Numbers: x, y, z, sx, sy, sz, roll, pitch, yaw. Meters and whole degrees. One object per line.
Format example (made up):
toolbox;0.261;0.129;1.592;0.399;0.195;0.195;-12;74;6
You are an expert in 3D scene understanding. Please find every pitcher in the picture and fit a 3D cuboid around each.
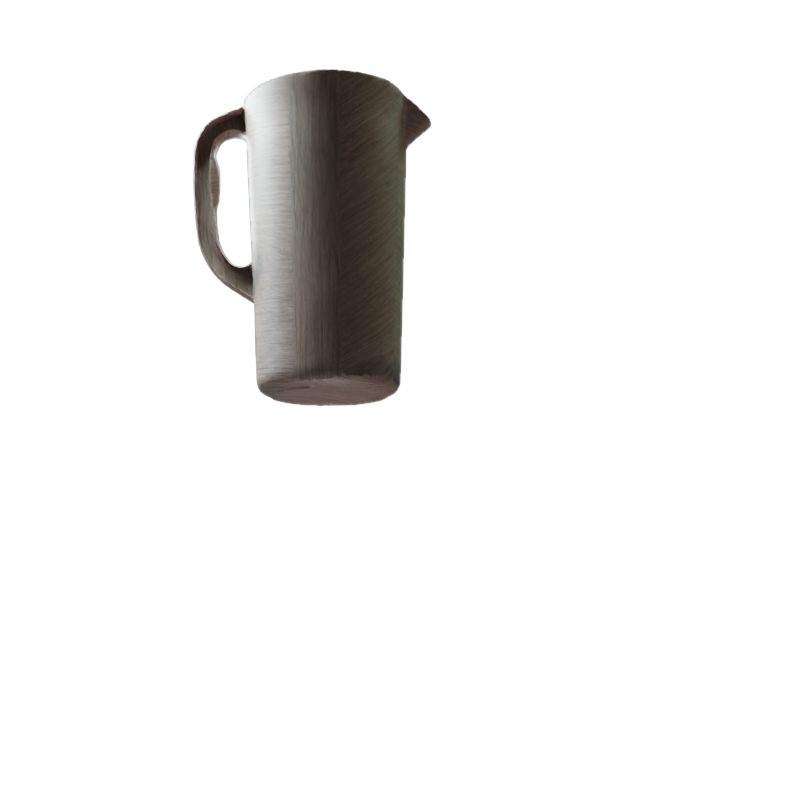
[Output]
pitcher;-0.067;-0.123;0.861;0.137;0.252;0.152;13;-20;-43
